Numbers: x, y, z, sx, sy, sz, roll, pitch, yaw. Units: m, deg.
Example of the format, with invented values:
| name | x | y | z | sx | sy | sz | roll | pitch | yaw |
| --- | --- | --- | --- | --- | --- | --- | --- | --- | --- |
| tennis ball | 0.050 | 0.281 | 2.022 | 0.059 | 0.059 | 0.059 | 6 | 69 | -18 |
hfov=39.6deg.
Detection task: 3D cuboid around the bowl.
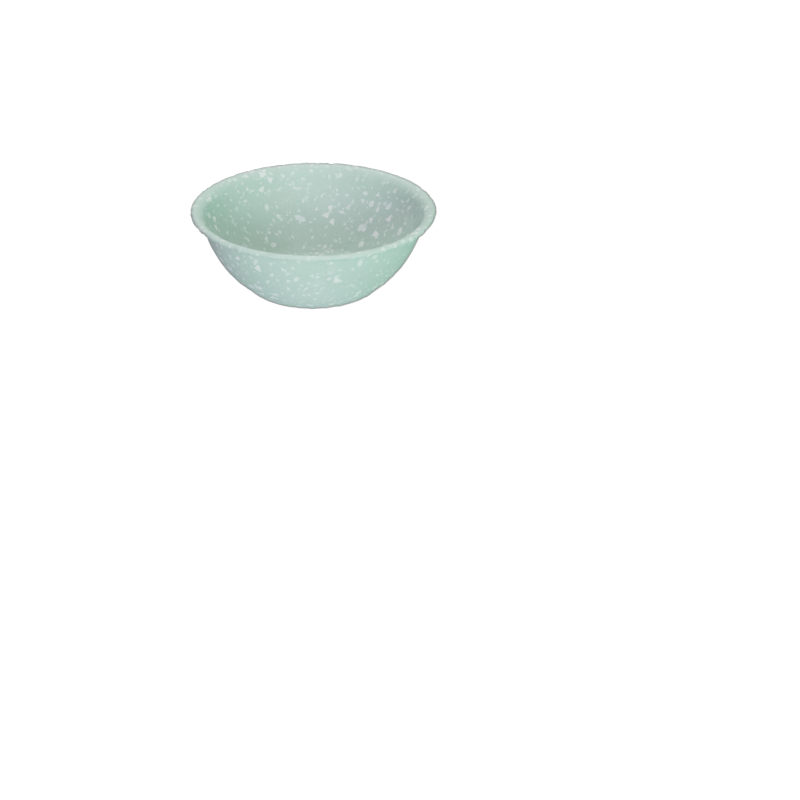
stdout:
| name | x | y | z | sx | sy | sz | roll | pitch | yaw |
| --- | --- | --- | --- | --- | --- | --- | --- | --- | --- |
| bowl | -0.058 | -0.106 | 0.741 | 0.162 | 0.052 | 0.172 | -1 | 31 | -2 |
